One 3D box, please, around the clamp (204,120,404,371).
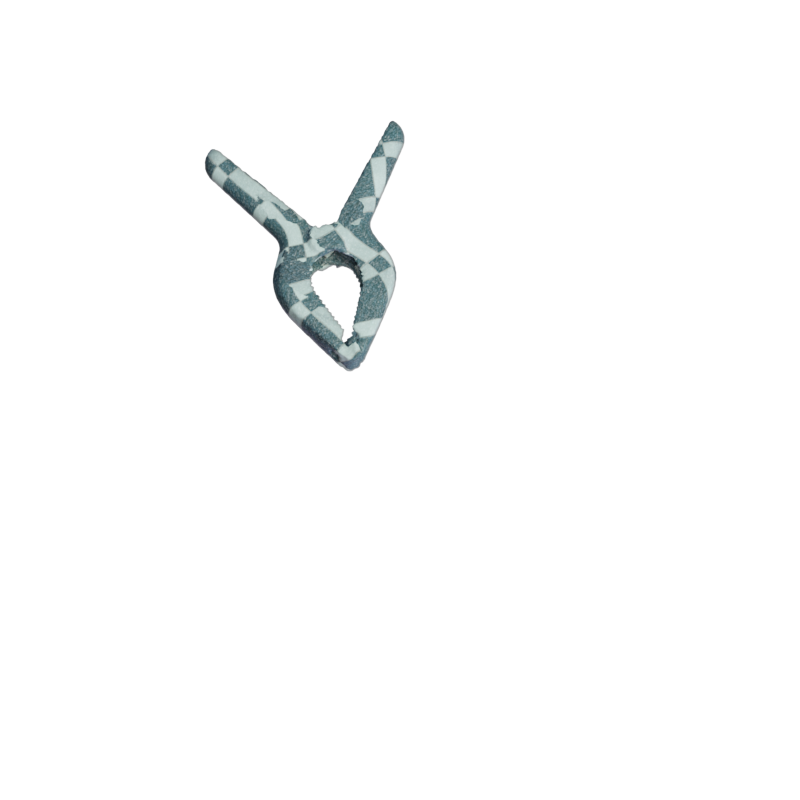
[{"bbox_3d":[-0.068,-0.124,0.869,0.164,0.223,0.034,-5,-25,-3],"label":"clamp"}]
